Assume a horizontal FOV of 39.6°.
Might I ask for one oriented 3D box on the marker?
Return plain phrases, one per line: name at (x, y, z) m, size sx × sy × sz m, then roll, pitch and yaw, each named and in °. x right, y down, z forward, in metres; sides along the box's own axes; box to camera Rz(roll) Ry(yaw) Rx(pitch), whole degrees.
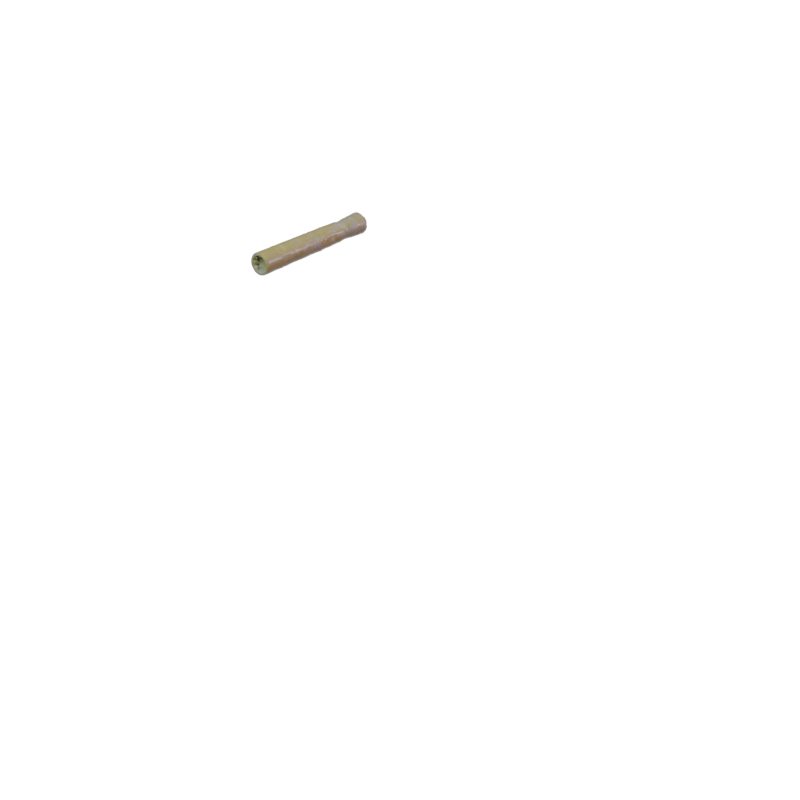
marker at (-0.070, -0.127, 0.891) m, size 0.021 × 0.019 × 0.120 m, roll 4°, pitch 25°, yaw 43°
